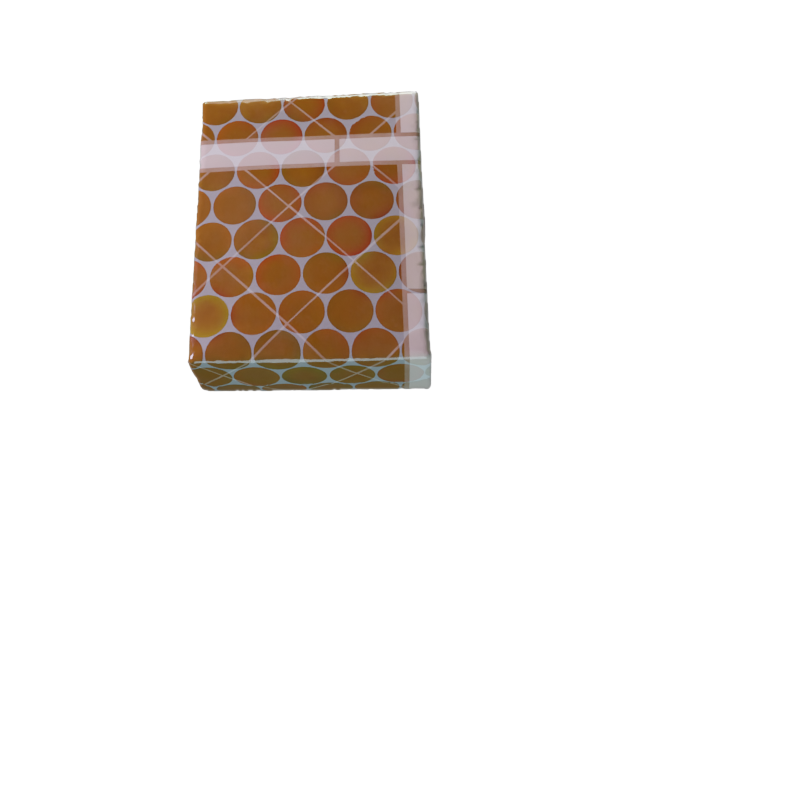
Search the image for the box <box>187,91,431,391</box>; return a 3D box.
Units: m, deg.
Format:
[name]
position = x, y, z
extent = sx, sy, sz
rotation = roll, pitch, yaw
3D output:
[box]
position = -0.063, -0.115, 0.805
extent = 0.165, 0.227, 0.067
rotation = -3, -26, 3
